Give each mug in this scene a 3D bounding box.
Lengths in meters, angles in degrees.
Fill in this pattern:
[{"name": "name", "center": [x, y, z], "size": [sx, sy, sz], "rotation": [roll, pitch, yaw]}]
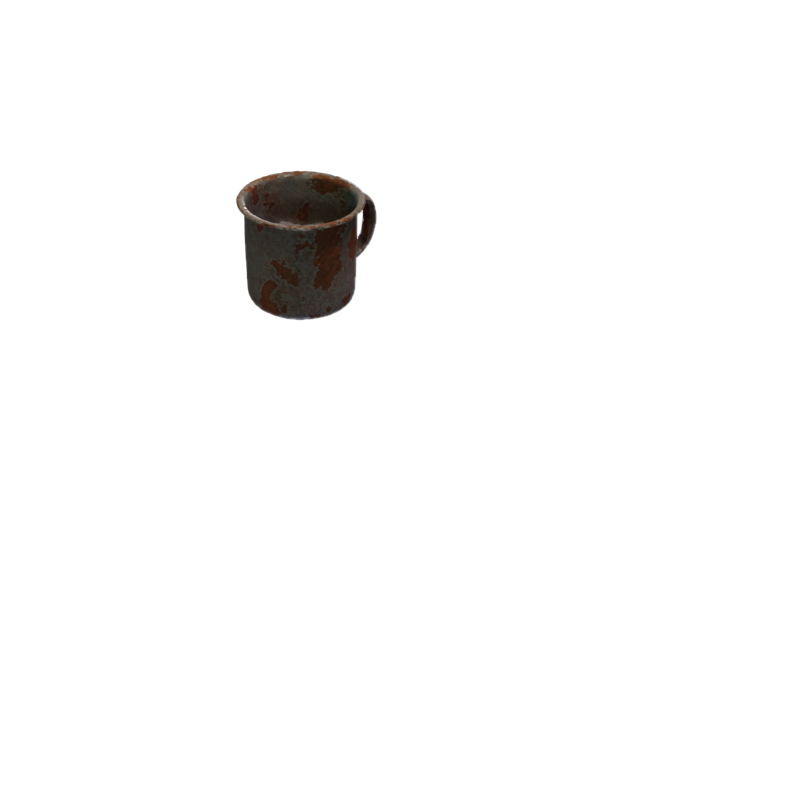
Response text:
[{"name": "mug", "center": [-0.064, -0.118, 0.823], "size": [0.117, 0.076, 0.100], "rotation": [-28, 43, -36]}]
